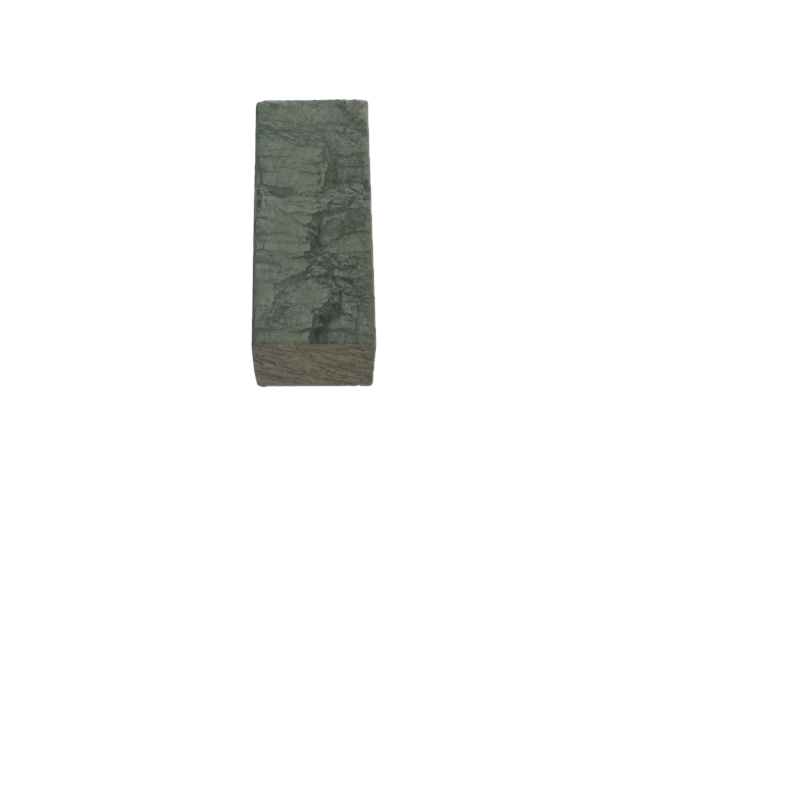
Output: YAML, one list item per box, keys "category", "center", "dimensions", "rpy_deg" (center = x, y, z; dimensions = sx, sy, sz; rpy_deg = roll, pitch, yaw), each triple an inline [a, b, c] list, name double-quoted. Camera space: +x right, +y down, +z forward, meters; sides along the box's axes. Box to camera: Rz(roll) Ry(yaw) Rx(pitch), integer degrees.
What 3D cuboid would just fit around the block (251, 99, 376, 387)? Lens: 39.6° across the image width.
- category: "block"
  center: [-0.068, -0.123, 0.861]
  dimensions: [0.091, 0.218, 0.085]
  rpy_deg: [-1, -25, -2]
